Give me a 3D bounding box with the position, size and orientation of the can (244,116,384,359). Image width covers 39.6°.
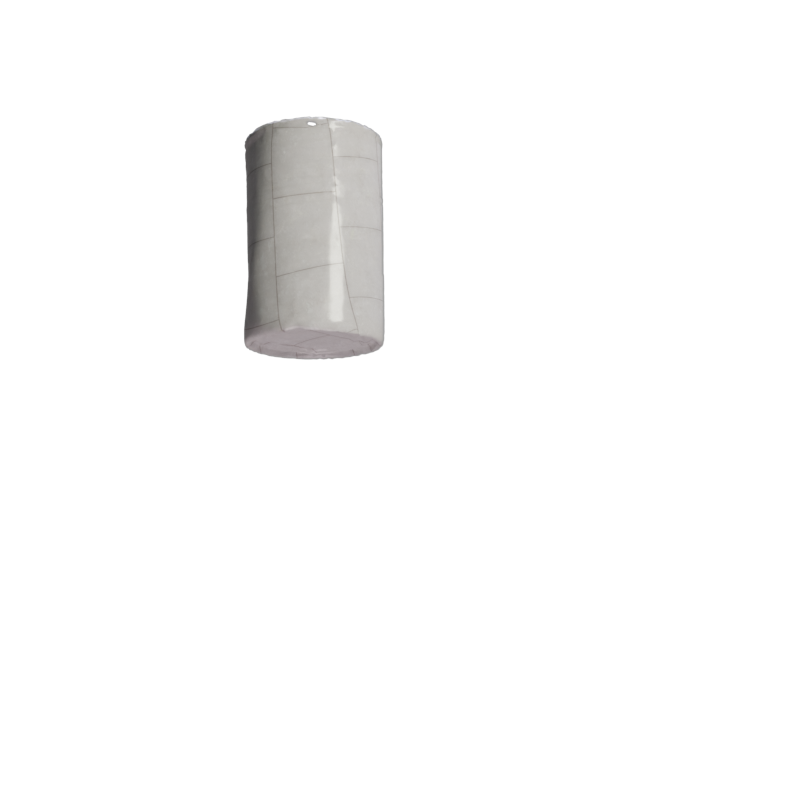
[{"bbox_3d":[-0.042,-0.076,0.531,0.068,0.106,0.066,0,-15,-2],"label":"can"}]
